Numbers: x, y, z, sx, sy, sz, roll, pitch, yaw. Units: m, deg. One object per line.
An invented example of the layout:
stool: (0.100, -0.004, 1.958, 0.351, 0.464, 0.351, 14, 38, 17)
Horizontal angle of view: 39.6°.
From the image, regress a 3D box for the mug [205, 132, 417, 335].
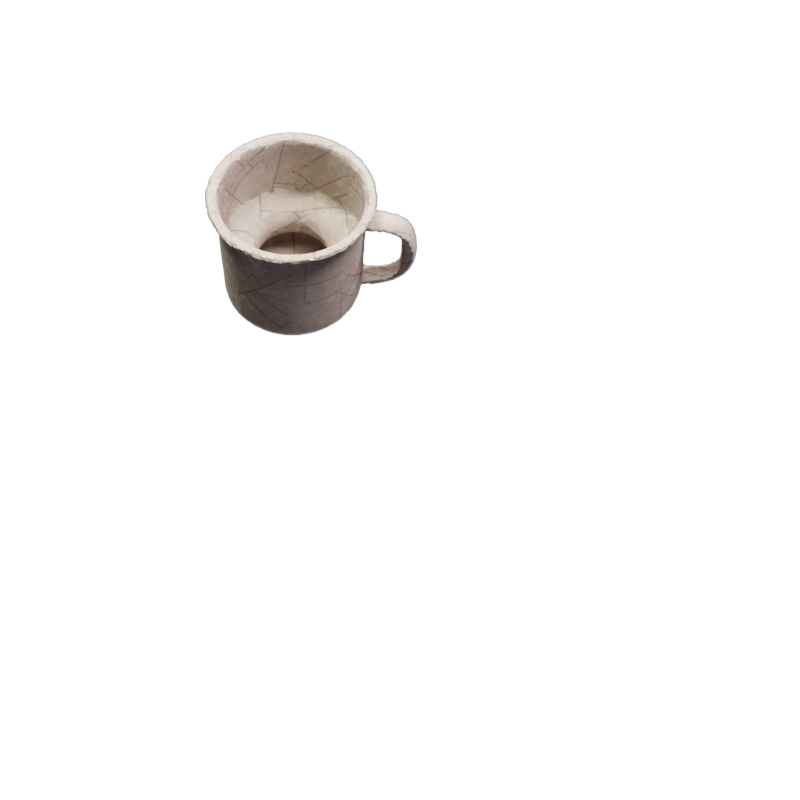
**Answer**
mug: (-0.049, -0.090, 0.629, 0.117, 0.099, 0.076, 4, -35, 1)
